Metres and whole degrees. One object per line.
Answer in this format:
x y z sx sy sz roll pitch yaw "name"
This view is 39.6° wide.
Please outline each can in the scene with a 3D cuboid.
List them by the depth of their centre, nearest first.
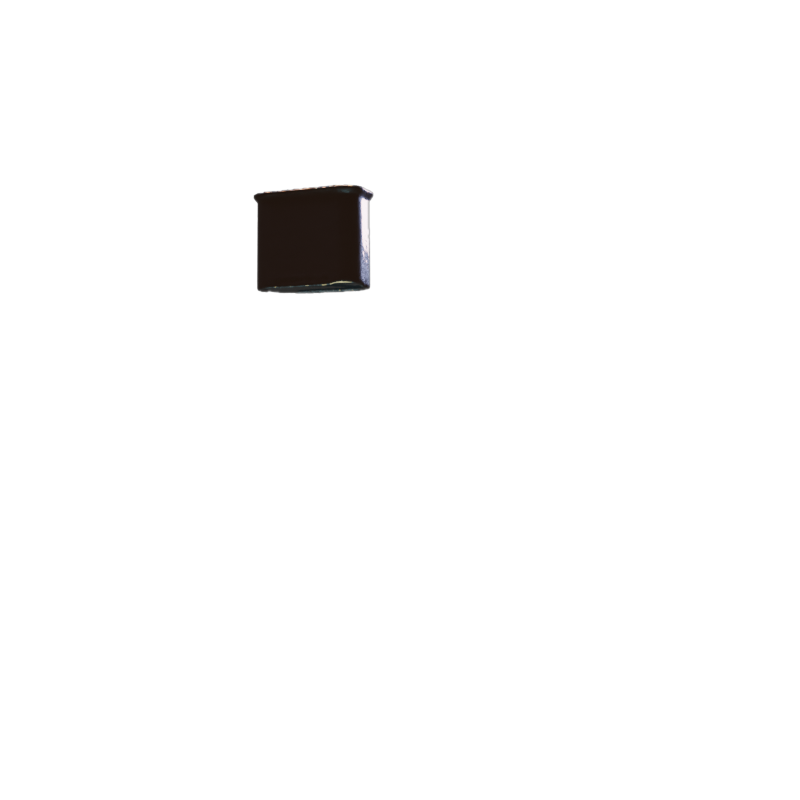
-0.075 -0.136 0.953 0.104 0.085 0.055 -2 -7 22 "can"
